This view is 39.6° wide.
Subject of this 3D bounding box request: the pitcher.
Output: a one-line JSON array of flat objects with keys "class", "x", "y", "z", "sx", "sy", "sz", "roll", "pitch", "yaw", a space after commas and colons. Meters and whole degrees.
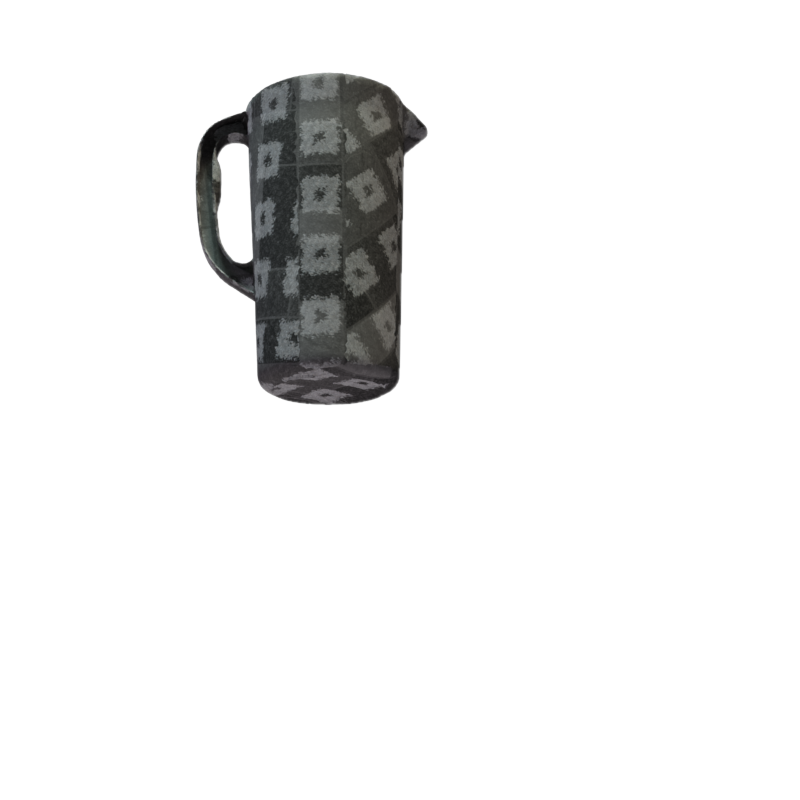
[{"class": "pitcher", "x": -0.069, "y": -0.125, "z": 0.878, "sx": 0.151, "sy": 0.255, "sz": 0.136, "roll": -17, "pitch": -25, "yaw": 39}]
